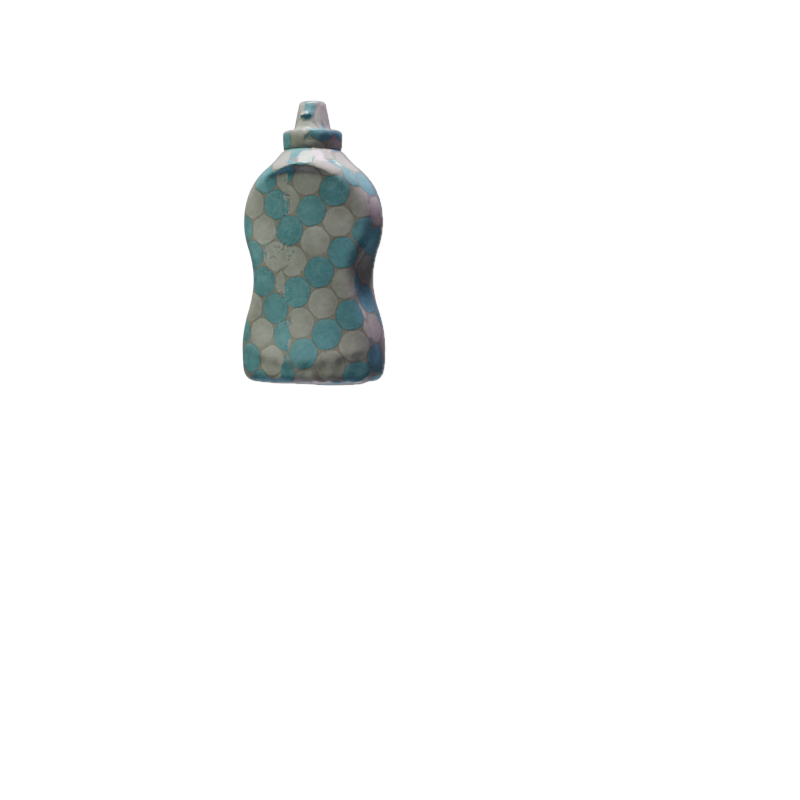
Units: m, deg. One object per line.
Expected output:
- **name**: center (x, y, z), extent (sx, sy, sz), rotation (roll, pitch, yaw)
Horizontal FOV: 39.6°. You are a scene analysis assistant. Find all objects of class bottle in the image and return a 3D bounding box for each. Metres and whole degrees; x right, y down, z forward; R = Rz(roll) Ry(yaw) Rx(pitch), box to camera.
- **bottle**: center (-0.060, -0.108, 0.760), extent (0.099, 0.192, 0.057), rotation (0, -1, 23)
